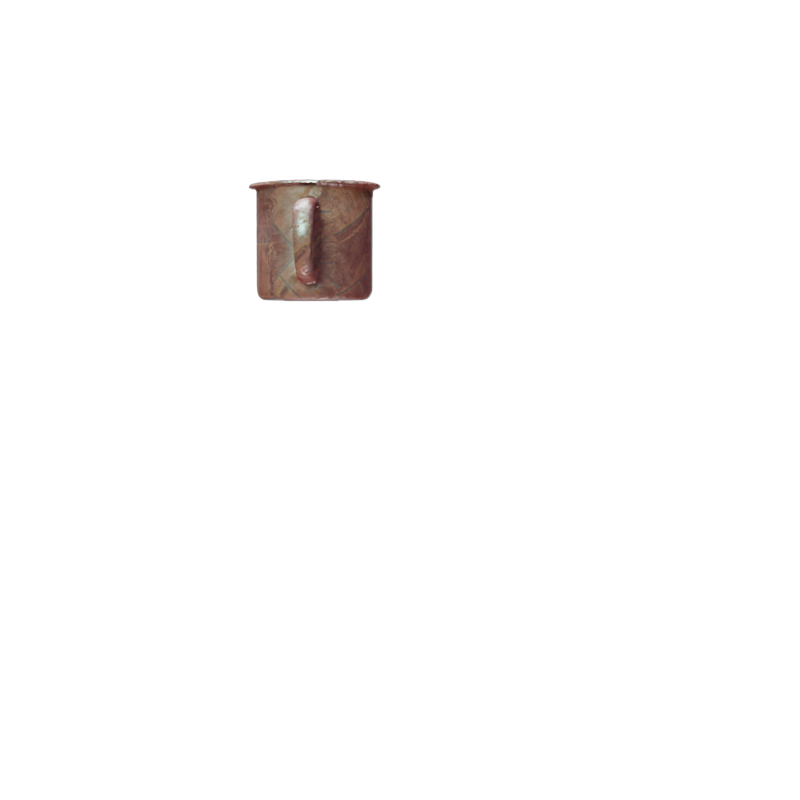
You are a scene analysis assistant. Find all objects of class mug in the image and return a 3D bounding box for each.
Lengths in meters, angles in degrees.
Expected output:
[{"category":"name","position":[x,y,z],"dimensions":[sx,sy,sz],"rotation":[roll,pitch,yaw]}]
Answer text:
[{"category":"mug","position":[-0.060,-0.110,0.770],"dimensions":[0.093,0.081,0.117],"rotation":[0,4,1]}]
